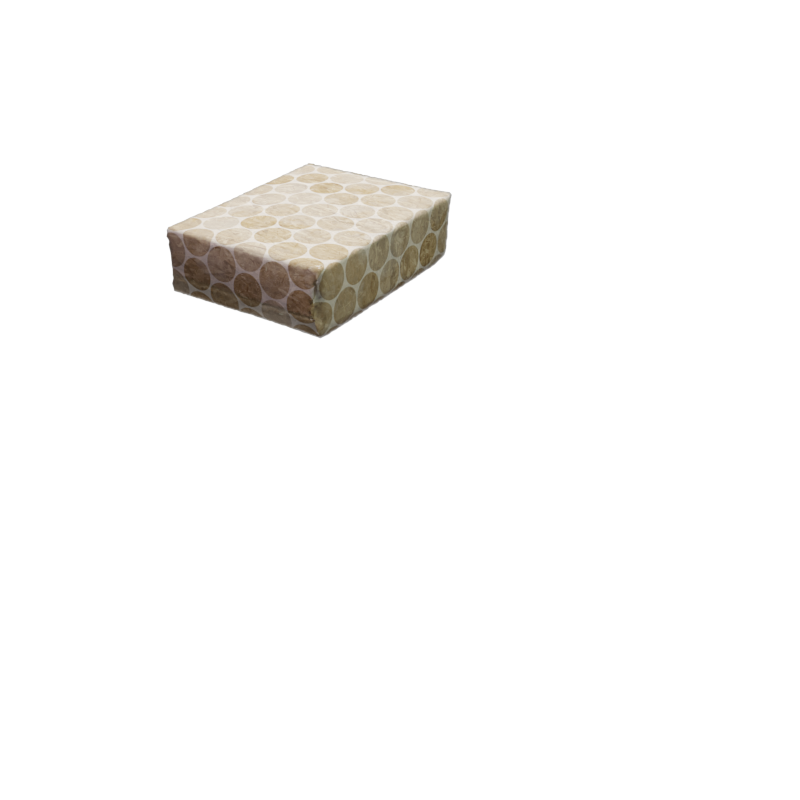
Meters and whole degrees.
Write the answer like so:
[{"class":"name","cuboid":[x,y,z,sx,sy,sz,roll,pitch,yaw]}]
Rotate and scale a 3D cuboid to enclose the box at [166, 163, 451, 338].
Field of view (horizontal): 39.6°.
[{"class":"box","cuboid":[-0.042,-0.076,0.534,0.095,0.037,0.114,18,33,30]}]
